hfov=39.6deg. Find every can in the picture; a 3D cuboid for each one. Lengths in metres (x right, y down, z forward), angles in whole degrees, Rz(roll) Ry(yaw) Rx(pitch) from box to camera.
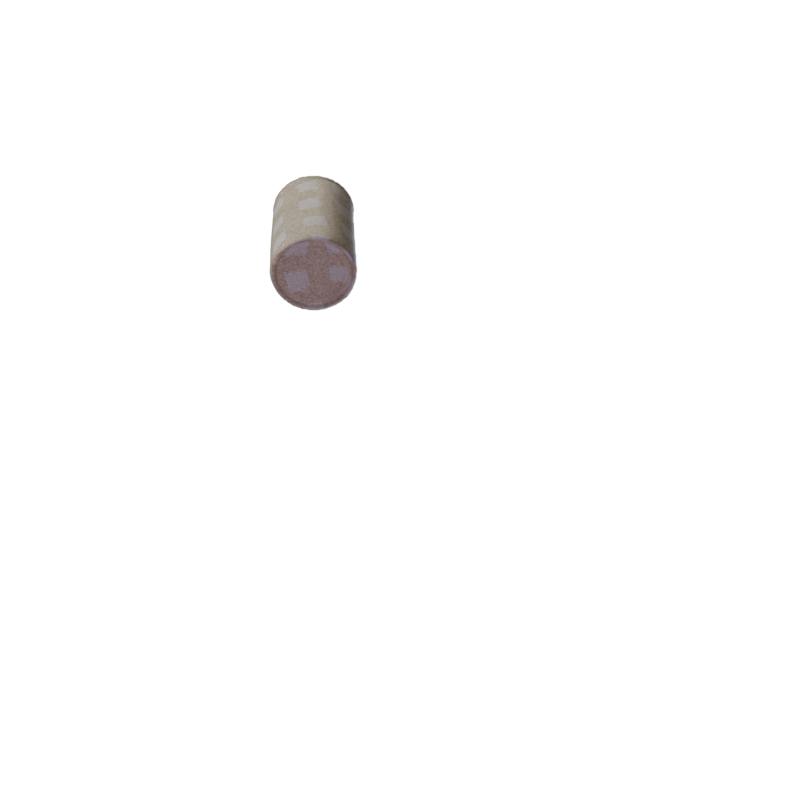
[{"bbox_3d":[-0.069,-0.126,0.885,0.068,0.064,0.109,-1,35,-3],"label":"can"}]
